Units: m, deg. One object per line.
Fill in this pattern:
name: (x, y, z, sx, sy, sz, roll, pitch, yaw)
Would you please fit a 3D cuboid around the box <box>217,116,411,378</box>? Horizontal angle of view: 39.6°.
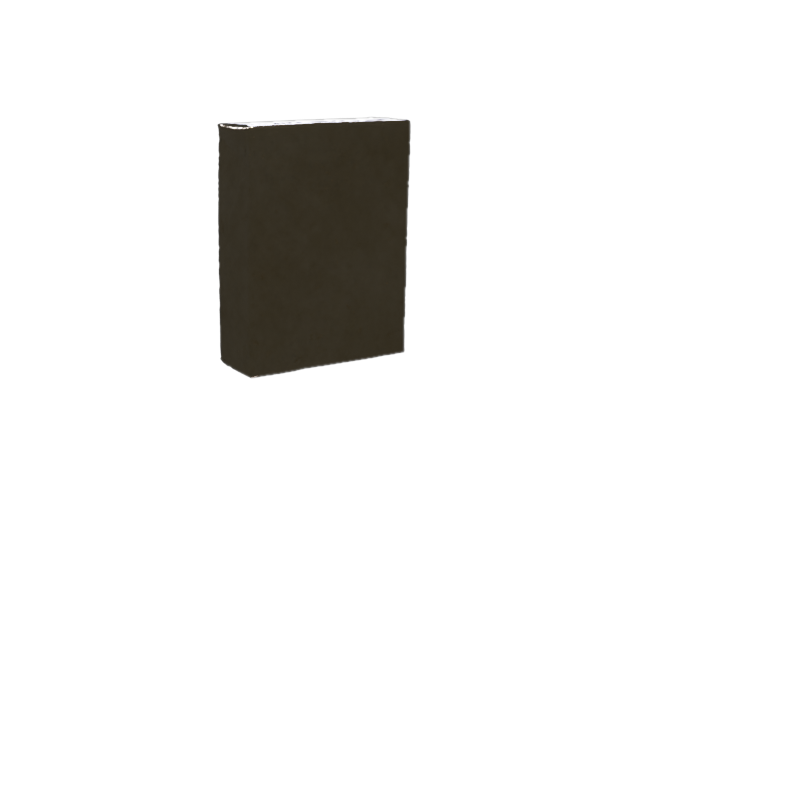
box: (-0.076, -0.140, 0.977, 0.160, 0.208, 0.076, -8, 14, -33)
